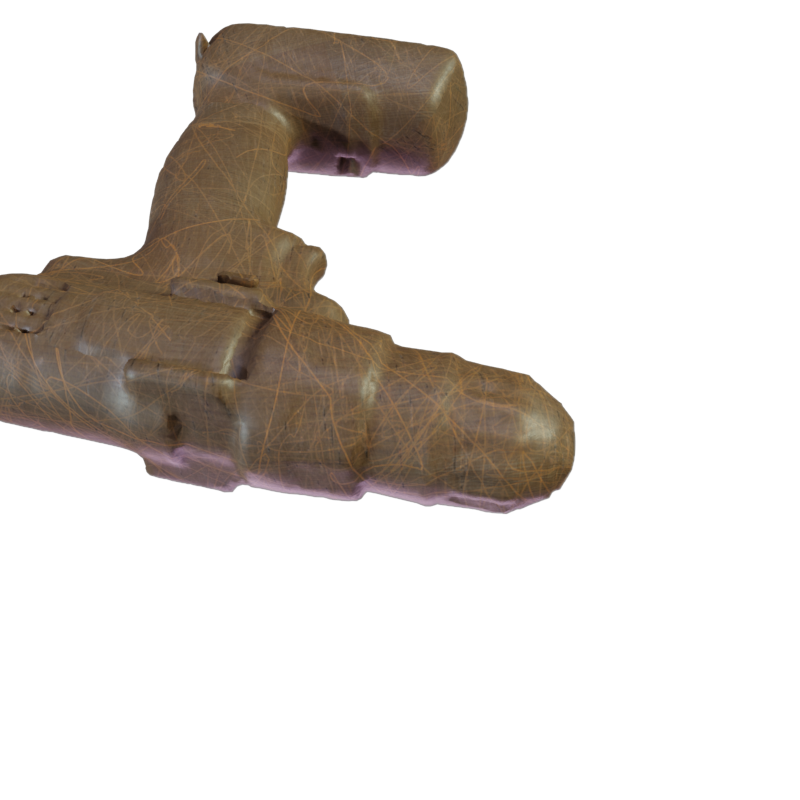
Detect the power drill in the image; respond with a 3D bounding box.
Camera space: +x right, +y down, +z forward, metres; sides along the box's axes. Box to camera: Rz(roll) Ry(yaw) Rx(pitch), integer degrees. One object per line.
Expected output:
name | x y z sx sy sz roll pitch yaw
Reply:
power drill | -0.029 -0.053 0.369 0.188 0.053 0.198 10 45 10
